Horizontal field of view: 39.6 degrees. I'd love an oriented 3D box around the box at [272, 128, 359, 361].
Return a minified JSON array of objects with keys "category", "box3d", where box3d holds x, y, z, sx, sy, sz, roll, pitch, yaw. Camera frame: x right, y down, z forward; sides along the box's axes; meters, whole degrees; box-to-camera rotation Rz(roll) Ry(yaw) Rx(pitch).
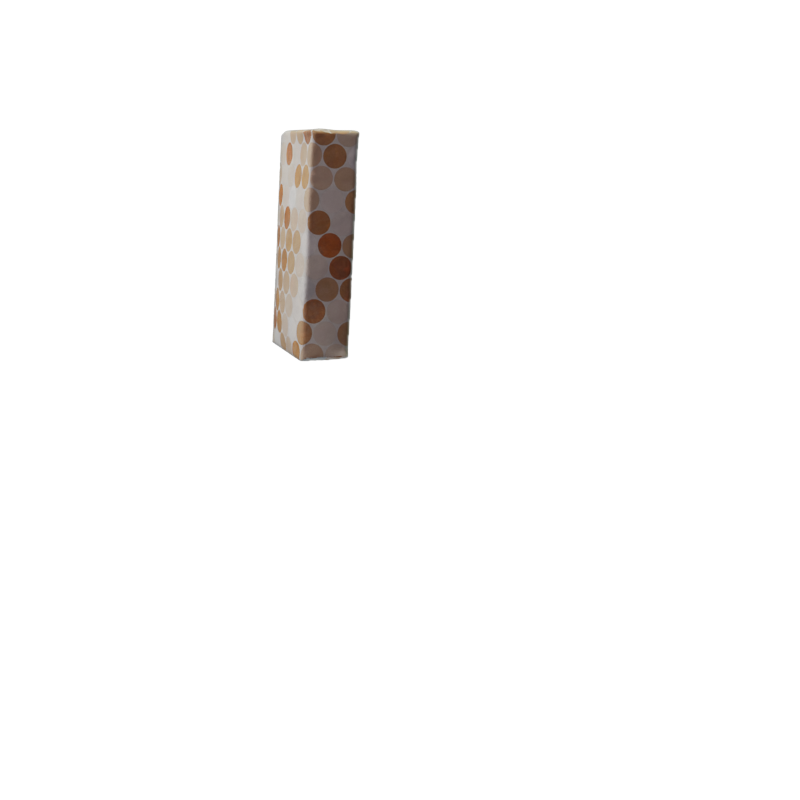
[{"category":"box","box3d":[-0.069,-0.125,0.876,0.047,0.174,0.097,-1,6,-20]}]
